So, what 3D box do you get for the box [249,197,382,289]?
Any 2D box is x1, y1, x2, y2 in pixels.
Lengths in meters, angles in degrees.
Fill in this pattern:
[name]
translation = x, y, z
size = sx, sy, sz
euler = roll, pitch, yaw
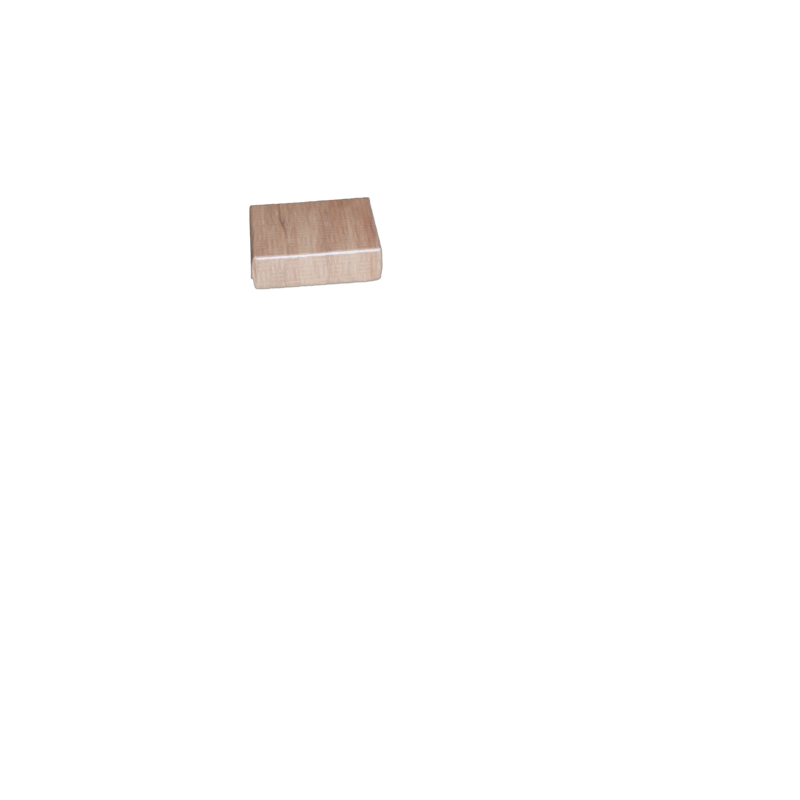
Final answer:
[box]
translation = -0.077, -0.140, 0.978
size = 0.113, 0.036, 0.097
euler = -4, 38, -5
